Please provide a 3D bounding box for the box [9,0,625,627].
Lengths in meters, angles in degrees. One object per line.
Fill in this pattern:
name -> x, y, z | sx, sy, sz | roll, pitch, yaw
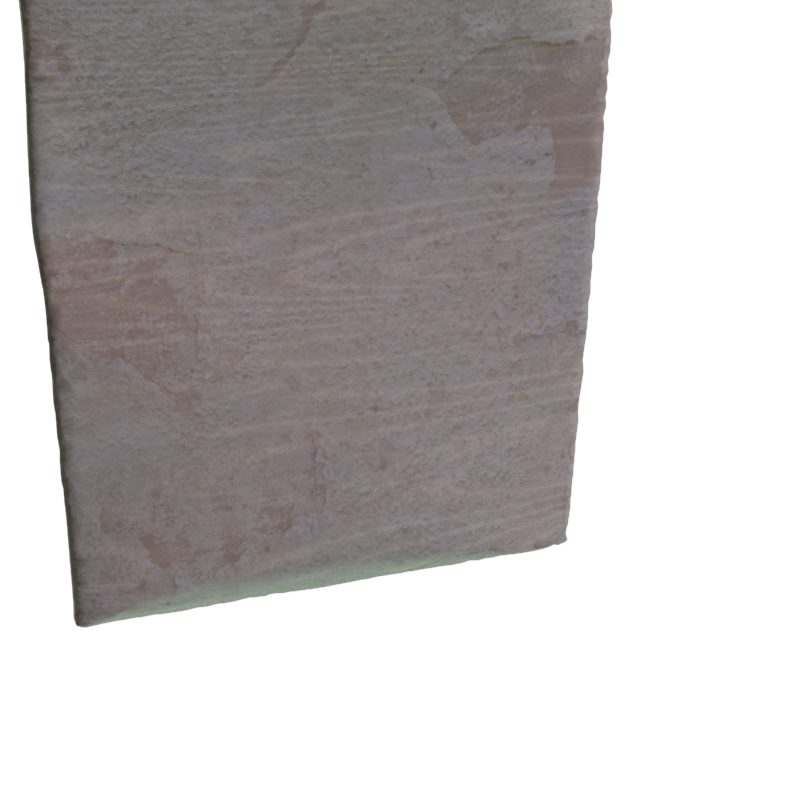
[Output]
box -> -0.026, -0.048, 0.338 | 0.162, 0.204, 0.076 | -5, 22, -14
